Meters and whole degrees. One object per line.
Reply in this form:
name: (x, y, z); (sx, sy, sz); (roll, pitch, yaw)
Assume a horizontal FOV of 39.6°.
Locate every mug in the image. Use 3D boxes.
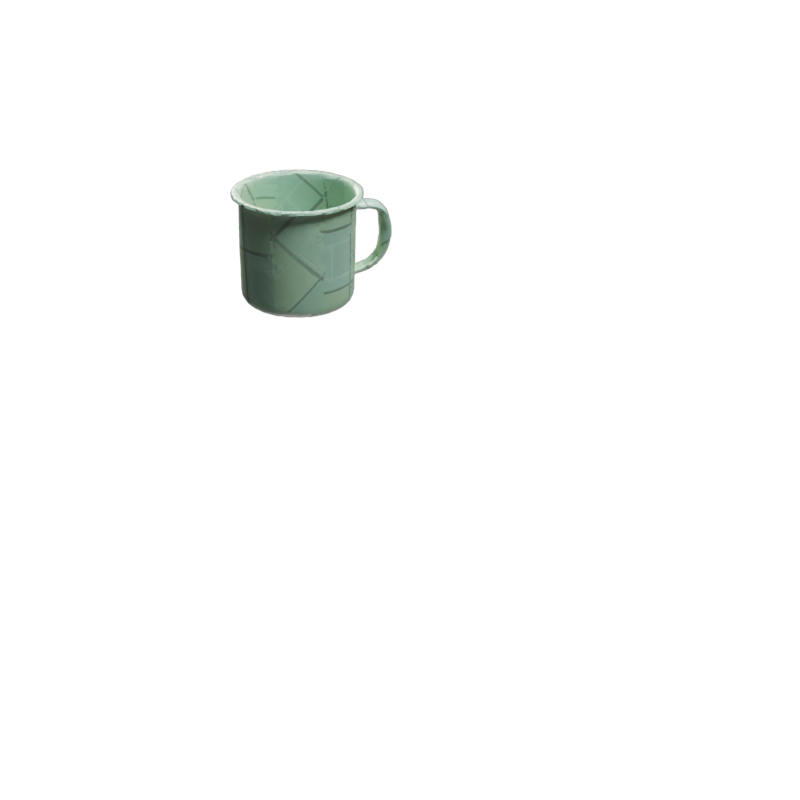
mug: (-0.062, -0.113, 0.789); (0.115, 0.077, 0.100); (-10, 29, -21)
